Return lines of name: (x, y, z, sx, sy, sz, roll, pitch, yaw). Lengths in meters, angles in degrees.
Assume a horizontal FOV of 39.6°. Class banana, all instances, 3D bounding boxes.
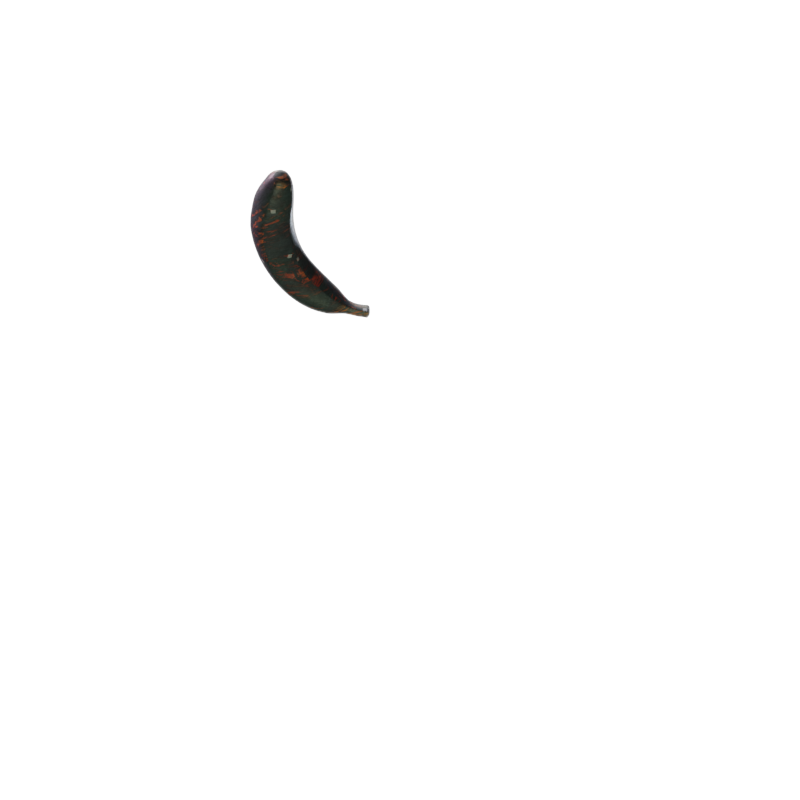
banana: (-0.092, -0.132, 0.977, 0.070, 0.039, 0.182, -14, -38, 17)
